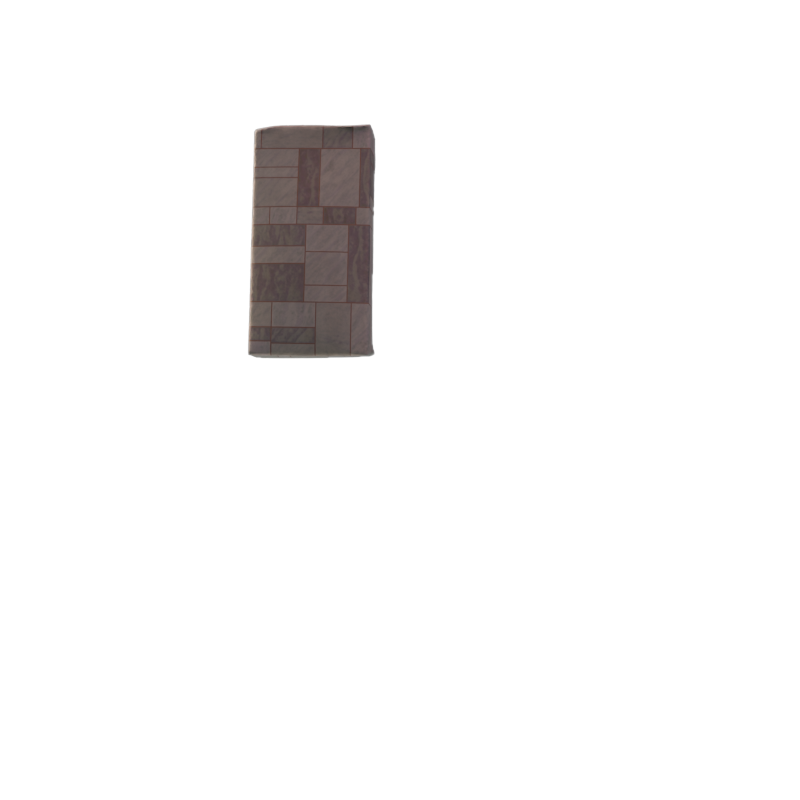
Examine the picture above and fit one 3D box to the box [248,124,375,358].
[{"bbox_3d":[-0.066,-0.121,0.846,0.094,0.179,0.047,-1,-6,7],"label":"box"}]
